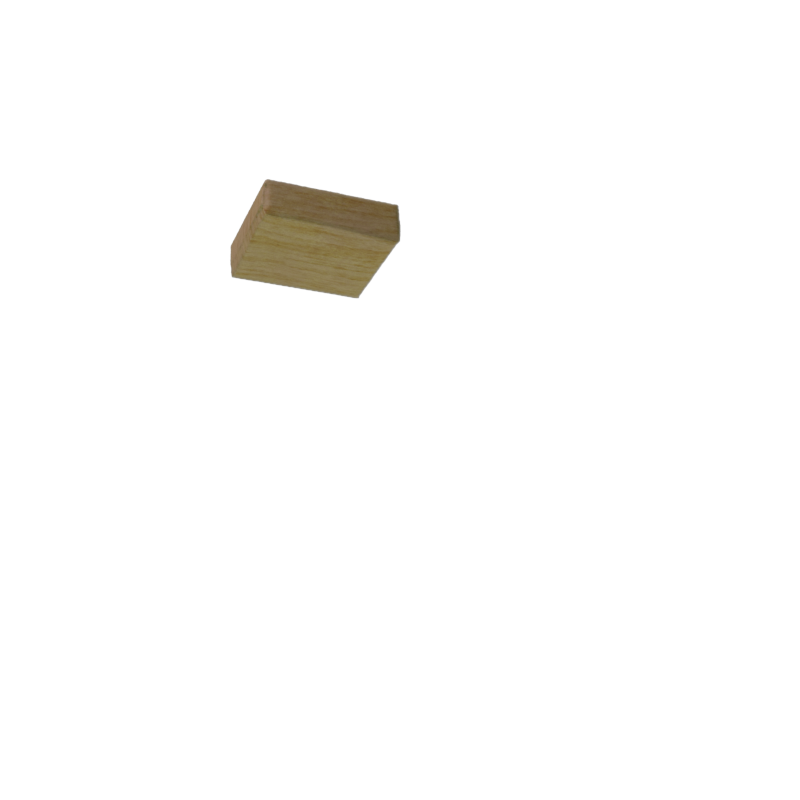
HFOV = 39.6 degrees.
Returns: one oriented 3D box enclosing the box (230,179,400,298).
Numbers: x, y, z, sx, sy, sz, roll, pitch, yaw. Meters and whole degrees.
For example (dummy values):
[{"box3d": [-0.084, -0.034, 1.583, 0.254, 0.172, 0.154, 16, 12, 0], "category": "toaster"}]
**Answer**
[{"box3d": [-0.068, -0.124, 0.869, 0.110, 0.041, 0.087, 11, -32, -19], "category": "box"}]
